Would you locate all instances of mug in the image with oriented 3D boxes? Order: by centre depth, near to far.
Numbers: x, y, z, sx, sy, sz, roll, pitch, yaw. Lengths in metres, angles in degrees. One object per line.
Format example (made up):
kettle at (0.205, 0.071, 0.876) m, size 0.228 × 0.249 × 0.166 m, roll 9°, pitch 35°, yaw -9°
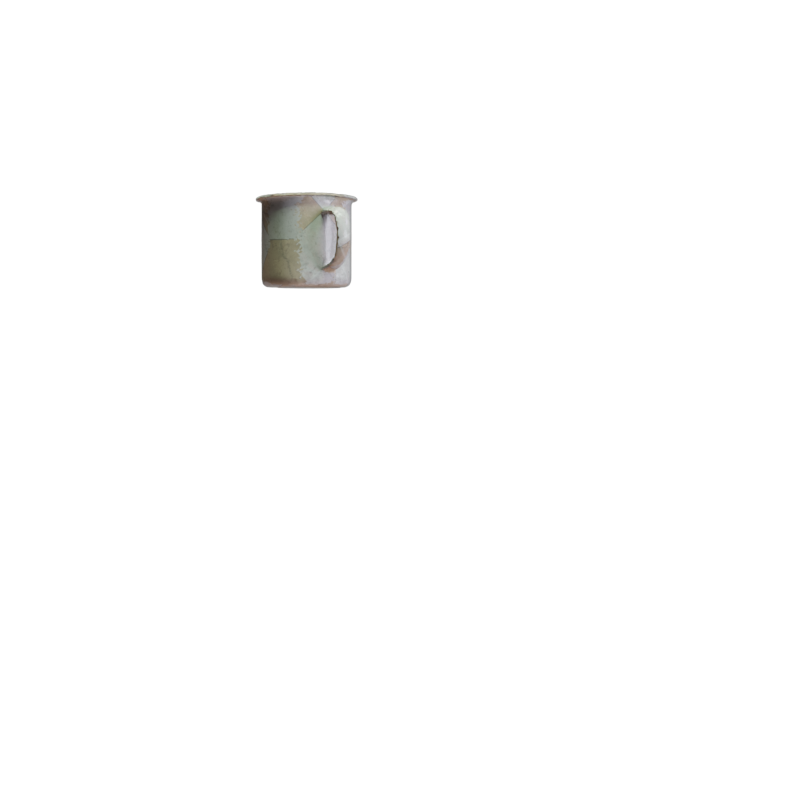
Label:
mug at (-0.078, -0.142, 0.996) m, size 0.090 × 0.082 × 0.121 m, roll 0°, pitch 1°, yaw -34°
